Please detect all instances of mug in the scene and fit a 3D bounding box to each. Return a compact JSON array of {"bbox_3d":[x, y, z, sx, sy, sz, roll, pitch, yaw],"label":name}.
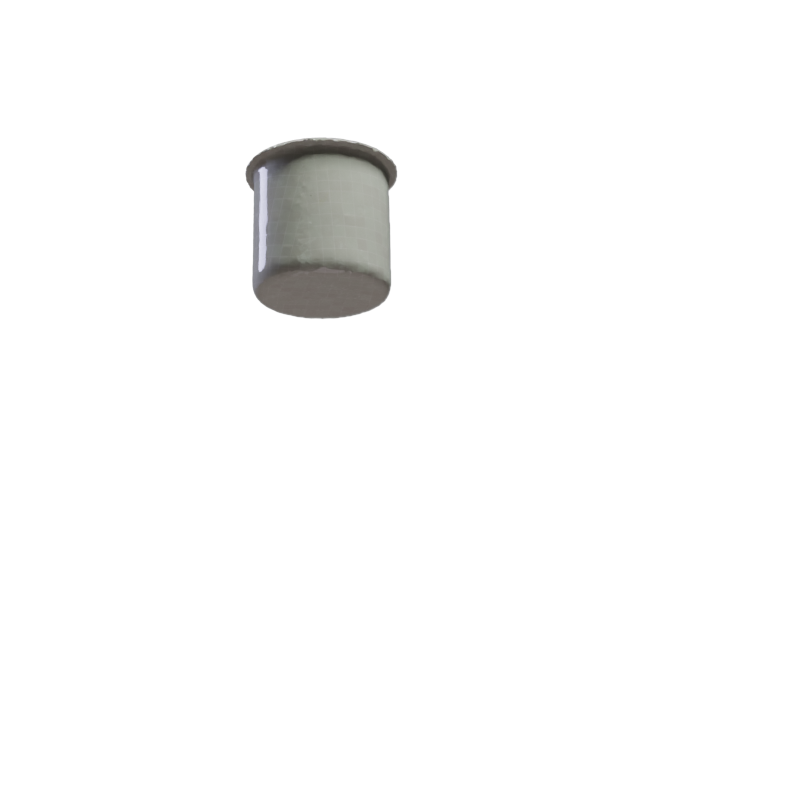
[{"bbox_3d":[-0.053,-0.096,0.673,0.090,0.086,0.116,9,-22,-26],"label":"mug"}]
